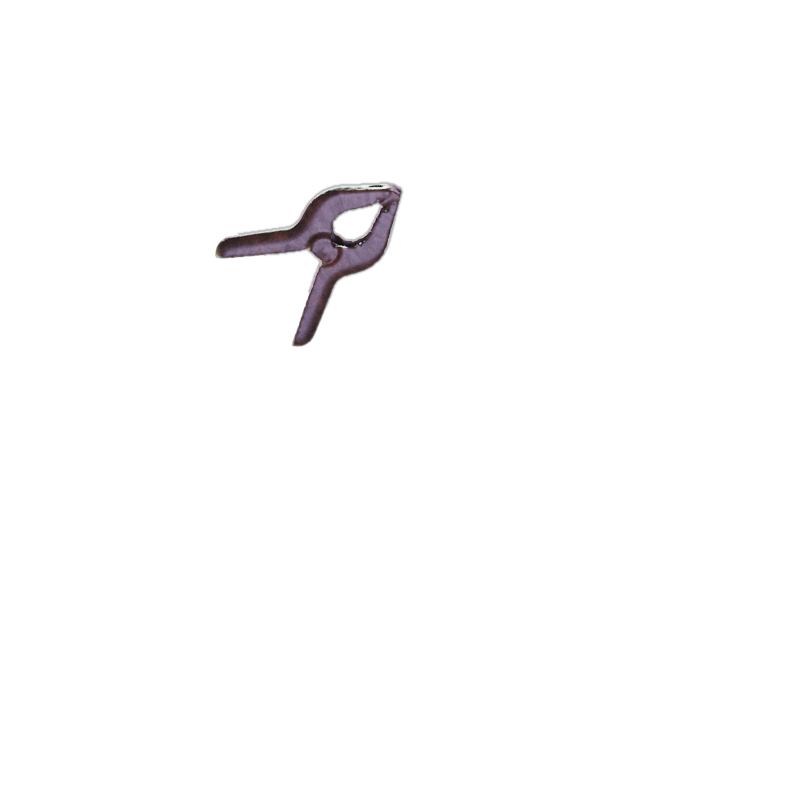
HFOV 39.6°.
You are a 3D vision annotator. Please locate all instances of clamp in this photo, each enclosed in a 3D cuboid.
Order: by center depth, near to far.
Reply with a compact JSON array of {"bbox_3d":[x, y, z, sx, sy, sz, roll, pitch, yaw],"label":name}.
[{"bbox_3d":[-0.076,-0.139,0.975,0.116,0.169,0.041,41,15,-14],"label":"clamp"}]
